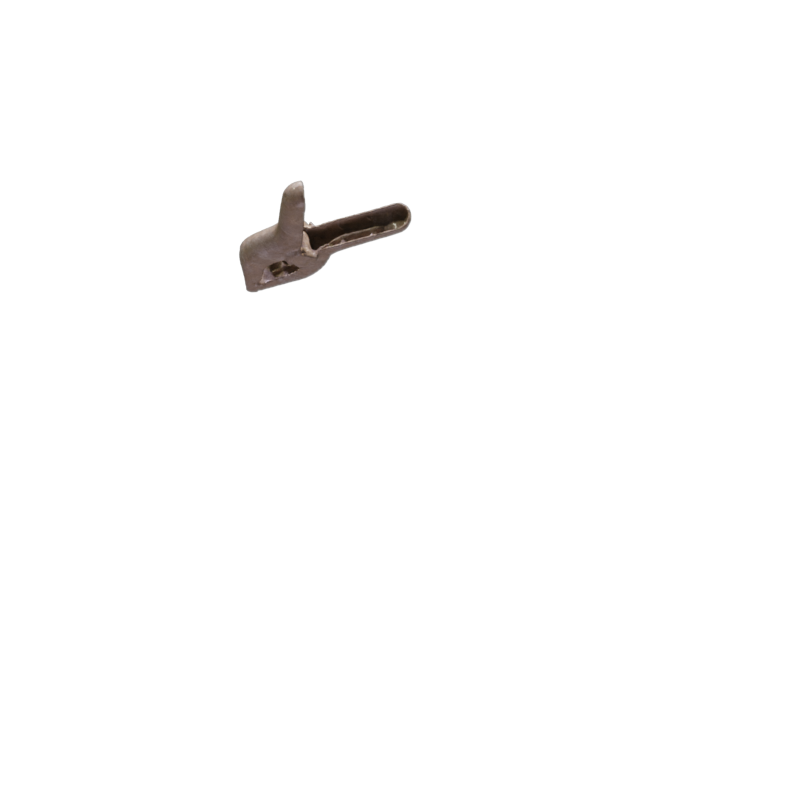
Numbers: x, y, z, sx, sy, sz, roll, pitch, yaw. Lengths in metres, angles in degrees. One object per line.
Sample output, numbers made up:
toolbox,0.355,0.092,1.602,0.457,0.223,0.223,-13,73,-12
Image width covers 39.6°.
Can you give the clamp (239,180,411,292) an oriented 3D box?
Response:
clamp,-0.074,-0.134,0.941,0.115,0.041,0.170,10,-21,-27
